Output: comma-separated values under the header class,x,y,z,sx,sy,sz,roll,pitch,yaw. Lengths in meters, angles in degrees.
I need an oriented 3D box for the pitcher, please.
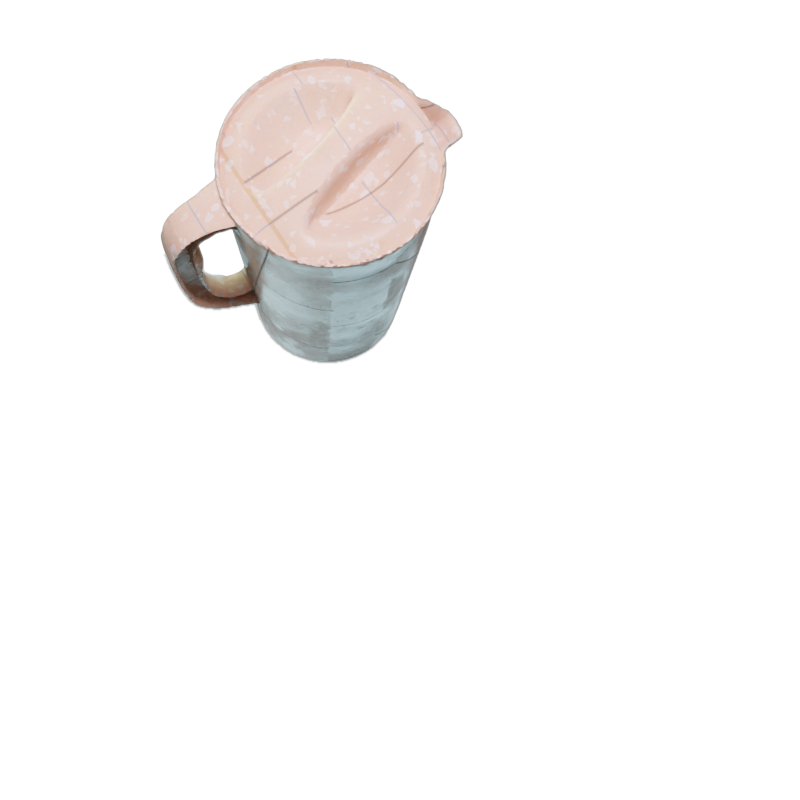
class,x,y,z,sx,sy,sz,roll,pitch,yaw
pitcher,-0.058,-0.105,0.735,0.151,0.150,0.232,20,-18,3
